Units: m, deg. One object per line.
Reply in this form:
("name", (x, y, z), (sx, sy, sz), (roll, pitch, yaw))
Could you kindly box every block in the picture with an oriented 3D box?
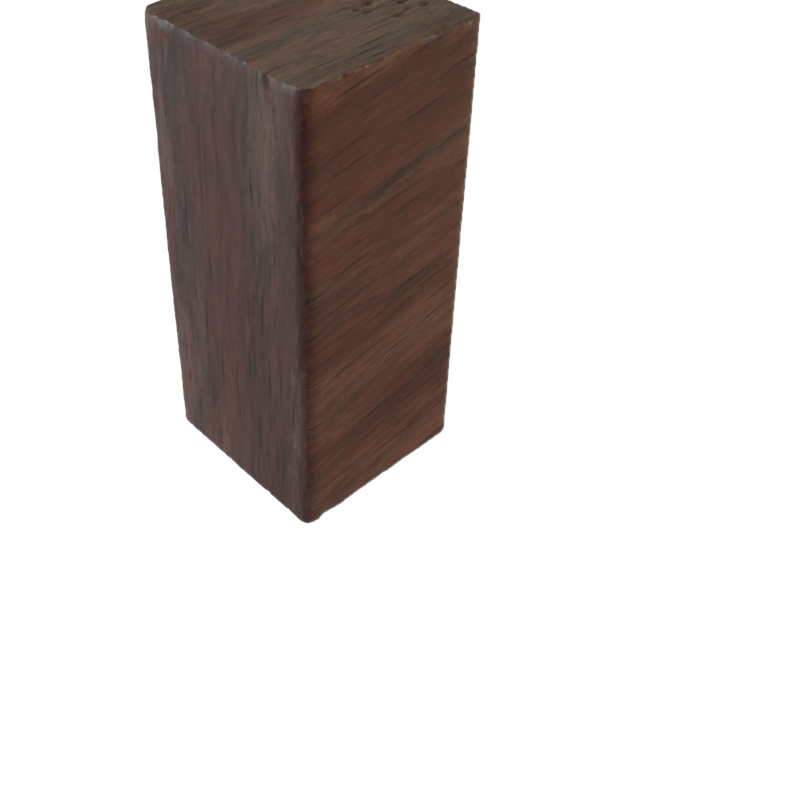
("block", (-0.036, -0.065, 0.456), (0.090, 0.192, 0.097), (-30, 50, -34))
